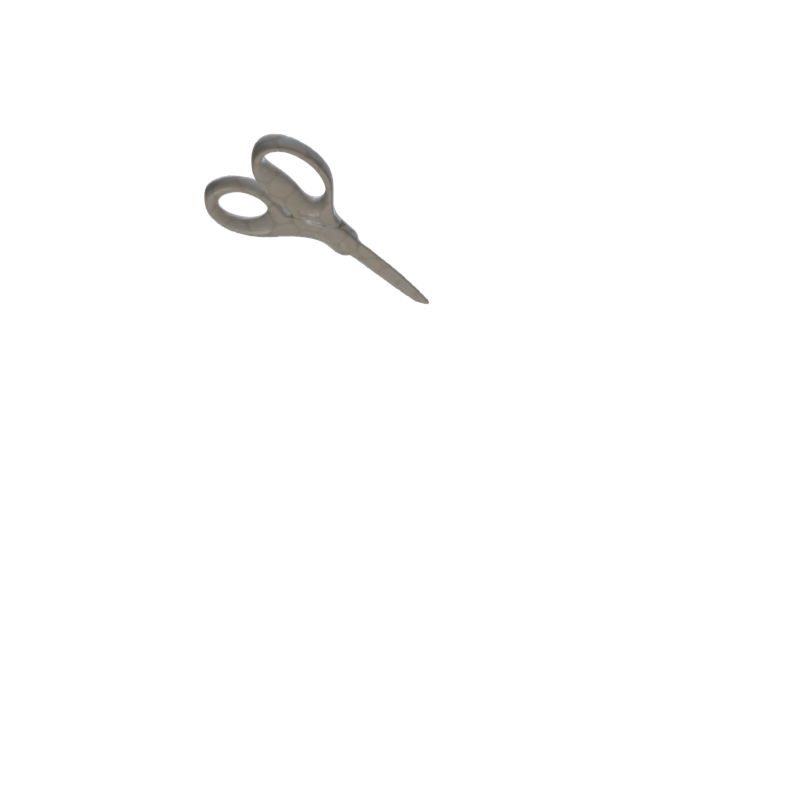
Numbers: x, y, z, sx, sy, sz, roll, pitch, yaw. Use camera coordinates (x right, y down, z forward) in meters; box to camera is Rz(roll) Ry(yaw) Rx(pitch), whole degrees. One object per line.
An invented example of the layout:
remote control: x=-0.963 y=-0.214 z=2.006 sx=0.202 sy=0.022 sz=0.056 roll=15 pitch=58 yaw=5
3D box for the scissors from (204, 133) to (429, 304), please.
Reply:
scissors: x=-0.060 y=-0.109 z=0.764 sx=0.097 sy=0.017 sz=0.186 roll=-14 pitch=-37 yaw=19
